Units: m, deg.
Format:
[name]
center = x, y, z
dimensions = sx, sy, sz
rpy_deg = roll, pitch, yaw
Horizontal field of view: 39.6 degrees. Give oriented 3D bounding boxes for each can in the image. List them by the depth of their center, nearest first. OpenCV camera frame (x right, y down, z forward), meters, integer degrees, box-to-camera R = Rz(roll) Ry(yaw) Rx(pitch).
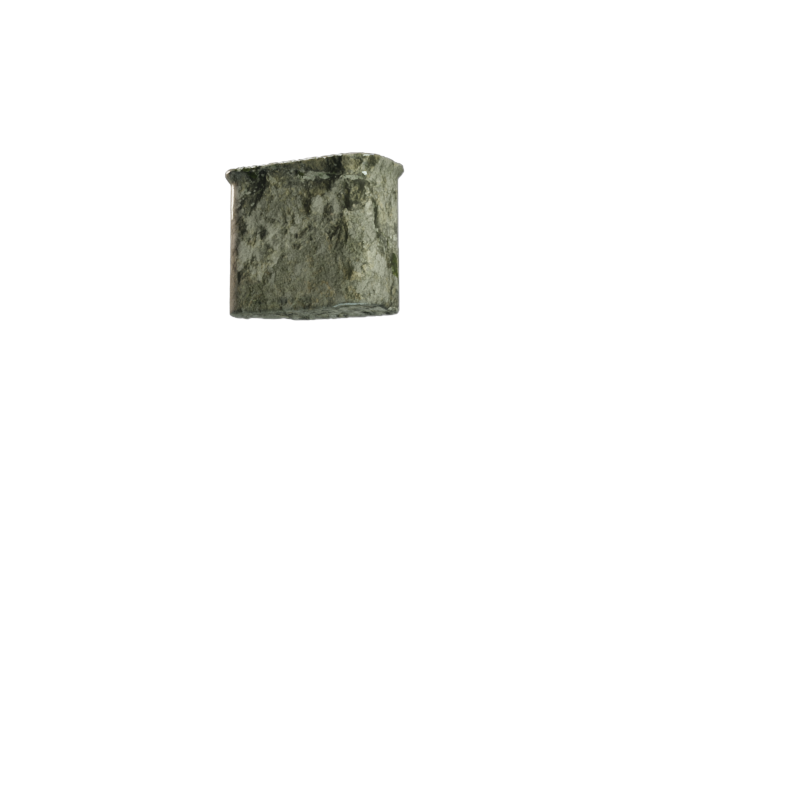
[can]
center = -0.049, -0.090, 0.629
dimensions = 0.105, 0.086, 0.055
rpy_deg = -3, -8, 28
